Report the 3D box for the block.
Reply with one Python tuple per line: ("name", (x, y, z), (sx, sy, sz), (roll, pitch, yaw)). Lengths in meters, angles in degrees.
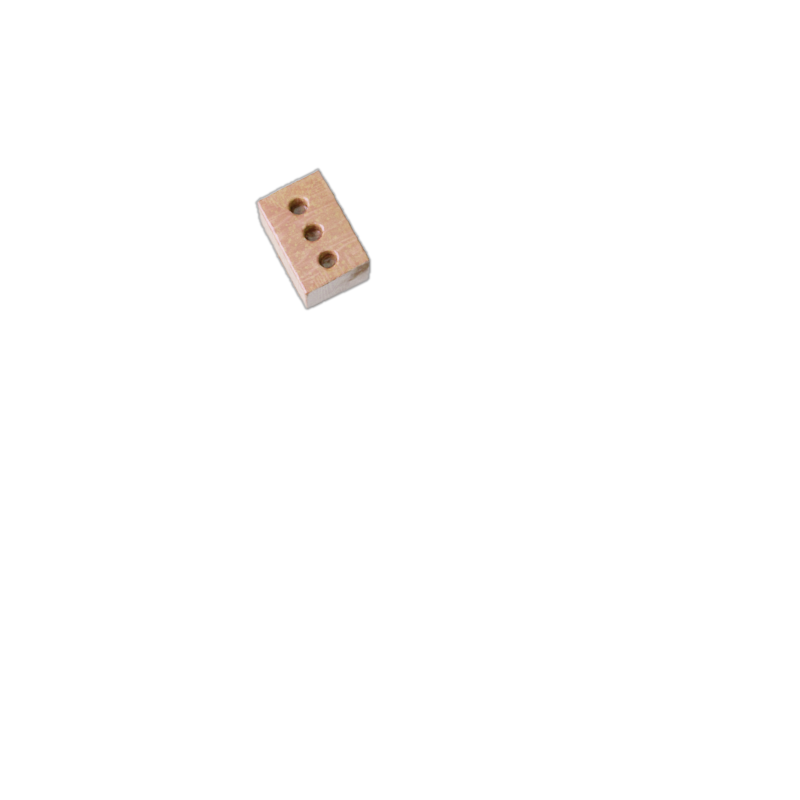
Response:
("block", (-0.062, -0.113, 0.795), (0.053, 0.081, 0.050), (-28, -11, -8))
